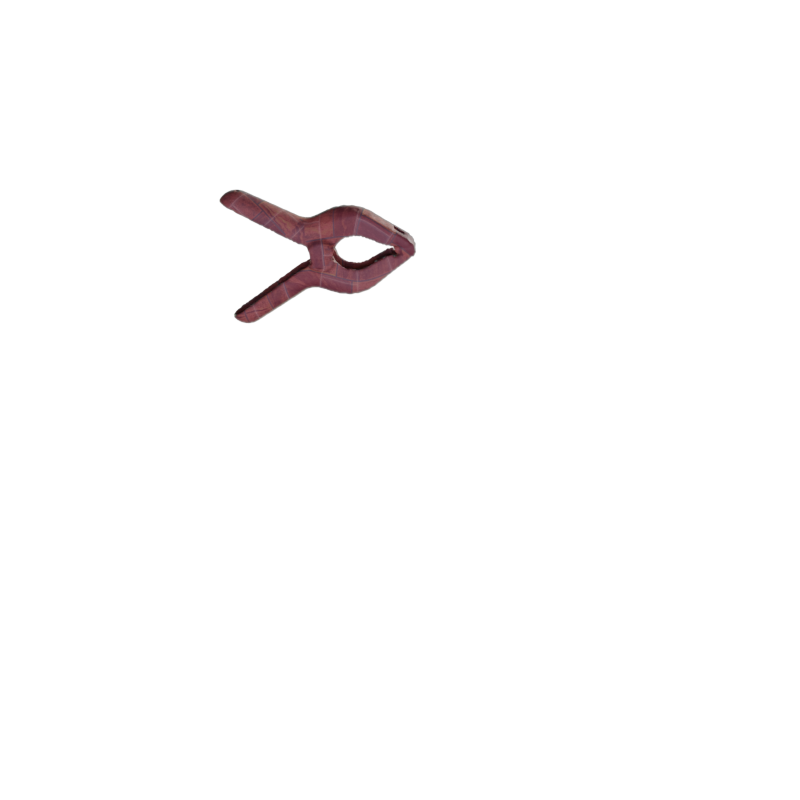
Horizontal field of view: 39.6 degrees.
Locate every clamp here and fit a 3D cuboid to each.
[{"bbox_3d":[-0.075,-0.137,0.962,0.172,0.113,0.041,-12,24,5],"label":"clamp"}]
